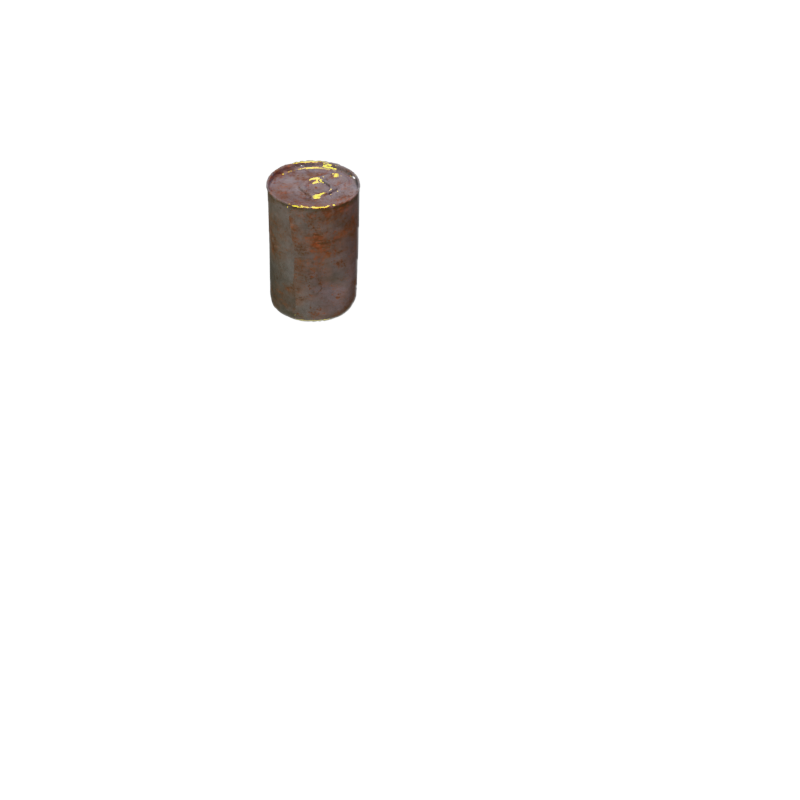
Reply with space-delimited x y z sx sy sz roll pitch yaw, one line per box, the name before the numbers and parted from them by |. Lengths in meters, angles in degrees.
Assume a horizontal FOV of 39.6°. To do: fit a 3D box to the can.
can | -0.065 -0.118 0.826 0.068 0.096 0.073 0 37 -3
